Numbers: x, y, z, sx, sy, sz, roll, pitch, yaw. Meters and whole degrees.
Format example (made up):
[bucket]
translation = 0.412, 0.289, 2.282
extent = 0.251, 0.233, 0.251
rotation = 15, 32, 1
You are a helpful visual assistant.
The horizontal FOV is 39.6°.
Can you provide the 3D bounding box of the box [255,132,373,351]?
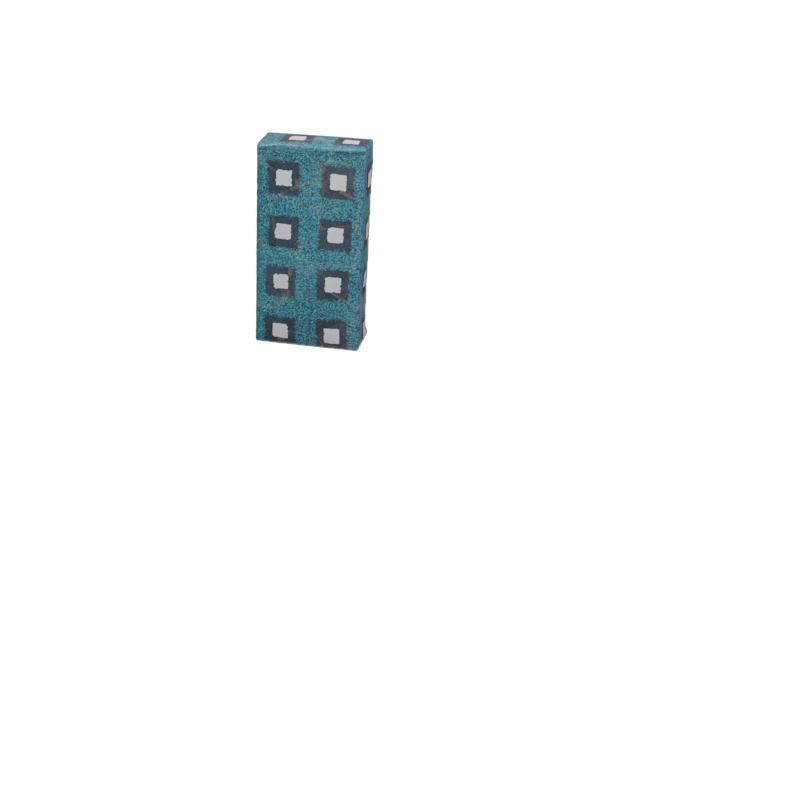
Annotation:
[box]
translation = -0.073, -0.133, 0.933
extent = 0.095, 0.168, 0.050
rotation = 6, 22, 10
